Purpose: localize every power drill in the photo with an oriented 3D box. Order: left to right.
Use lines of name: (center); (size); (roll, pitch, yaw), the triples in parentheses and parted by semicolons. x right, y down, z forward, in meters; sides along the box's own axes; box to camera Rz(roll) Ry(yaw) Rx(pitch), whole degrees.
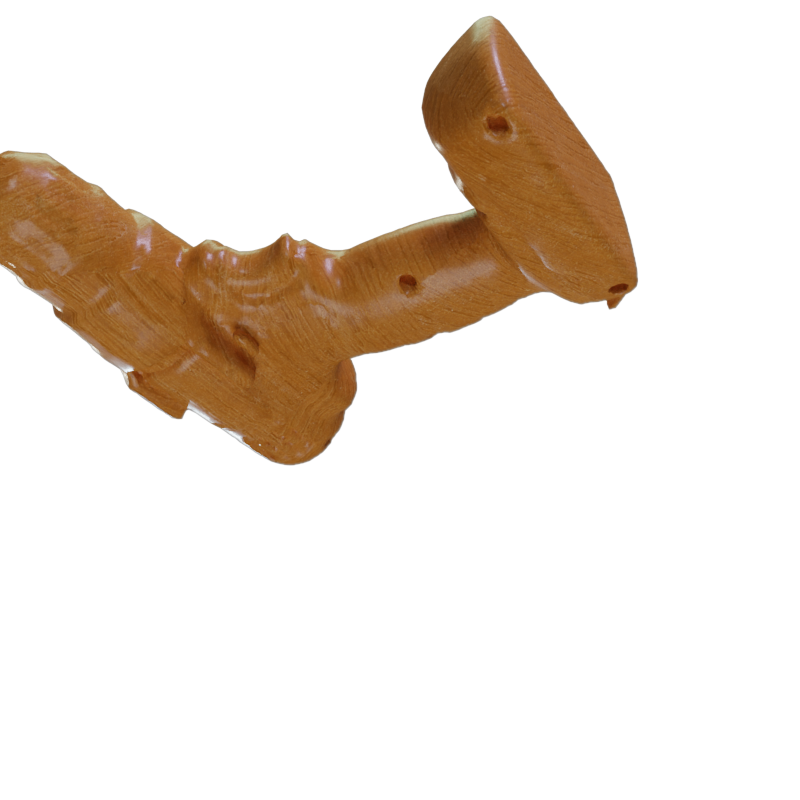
power drill: (-0.030, -0.055, 0.386); (0.189, 0.061, 0.171); (-22, -41, 27)
